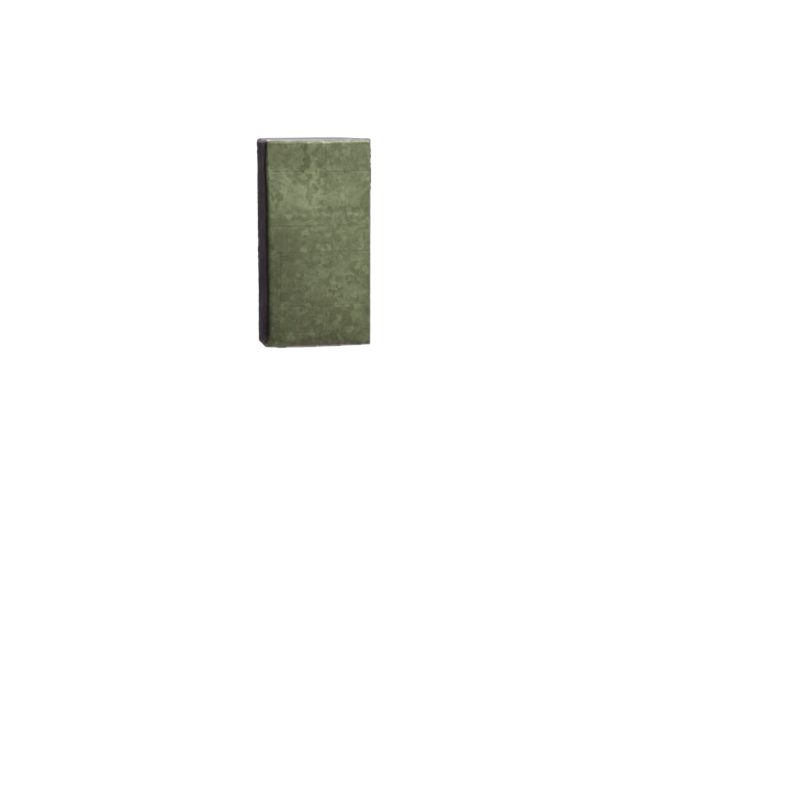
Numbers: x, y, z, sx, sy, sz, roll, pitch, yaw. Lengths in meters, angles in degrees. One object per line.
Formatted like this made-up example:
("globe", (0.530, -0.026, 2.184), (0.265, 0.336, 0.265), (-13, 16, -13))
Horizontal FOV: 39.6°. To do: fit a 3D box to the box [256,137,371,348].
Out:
("box", (-0.074, -0.134, 0.941), (0.092, 0.174, 0.050), (-2, 6, -16))
